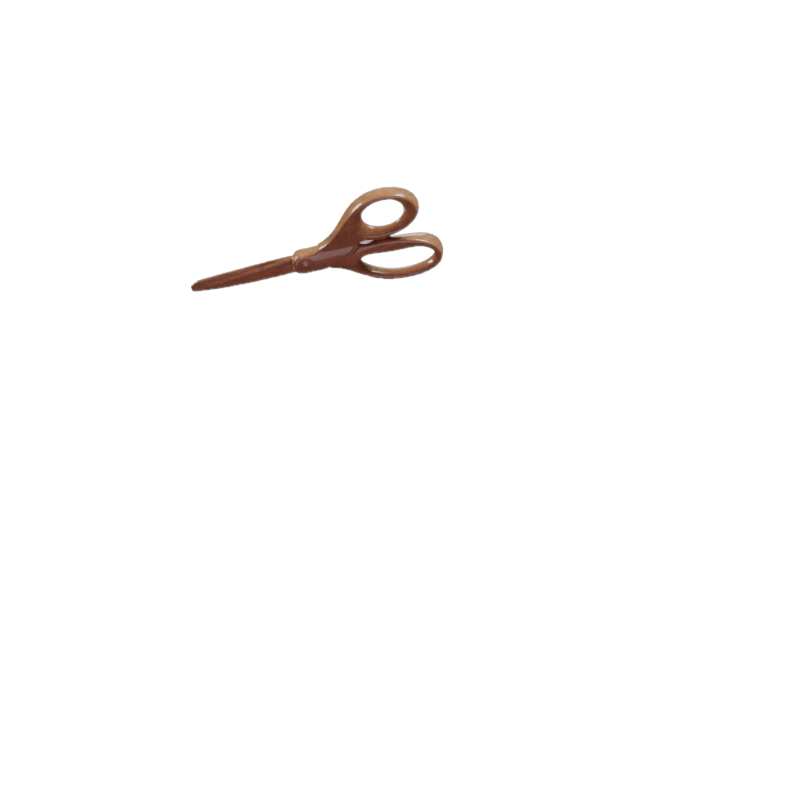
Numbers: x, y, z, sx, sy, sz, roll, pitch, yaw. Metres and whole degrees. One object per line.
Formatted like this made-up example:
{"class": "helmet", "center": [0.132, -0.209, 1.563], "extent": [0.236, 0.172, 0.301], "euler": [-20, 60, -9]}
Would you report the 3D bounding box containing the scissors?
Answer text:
{"class": "scissors", "center": [-0.067, -0.123, 0.861], "extent": [0.202, 0.089, 0.017], "euler": [-1, 45, 1]}
